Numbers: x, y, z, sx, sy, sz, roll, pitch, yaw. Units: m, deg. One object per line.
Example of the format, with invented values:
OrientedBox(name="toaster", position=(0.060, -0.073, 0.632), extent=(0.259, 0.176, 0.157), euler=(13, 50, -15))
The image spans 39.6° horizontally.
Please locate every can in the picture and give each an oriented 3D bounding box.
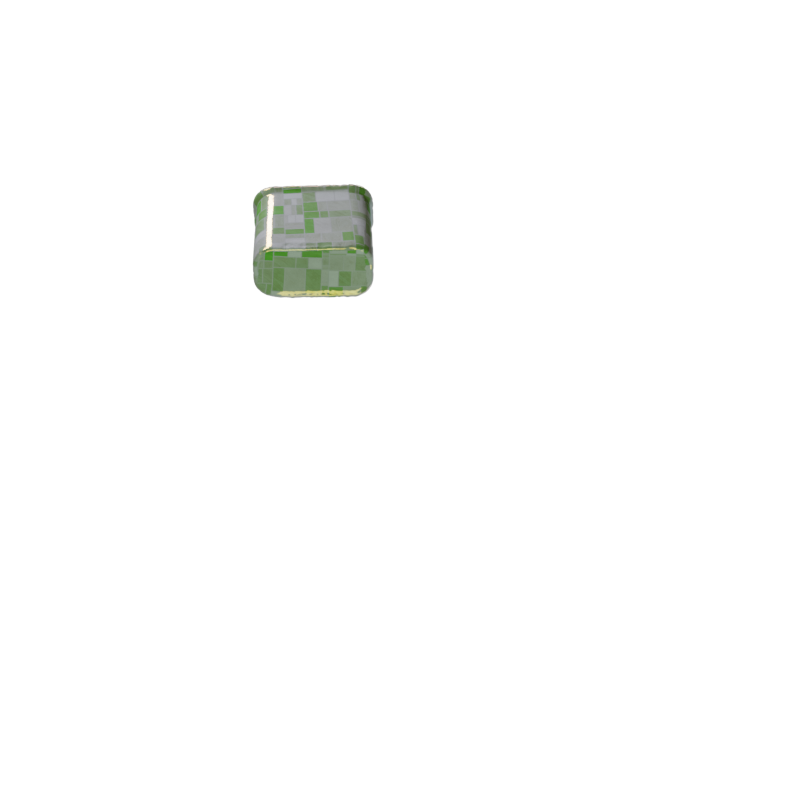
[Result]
OrientedBox(name="can", position=(-0.071, -0.130, 0.912), extent=(0.102, 0.053, 0.090), euler=(-2, 41, 0))
